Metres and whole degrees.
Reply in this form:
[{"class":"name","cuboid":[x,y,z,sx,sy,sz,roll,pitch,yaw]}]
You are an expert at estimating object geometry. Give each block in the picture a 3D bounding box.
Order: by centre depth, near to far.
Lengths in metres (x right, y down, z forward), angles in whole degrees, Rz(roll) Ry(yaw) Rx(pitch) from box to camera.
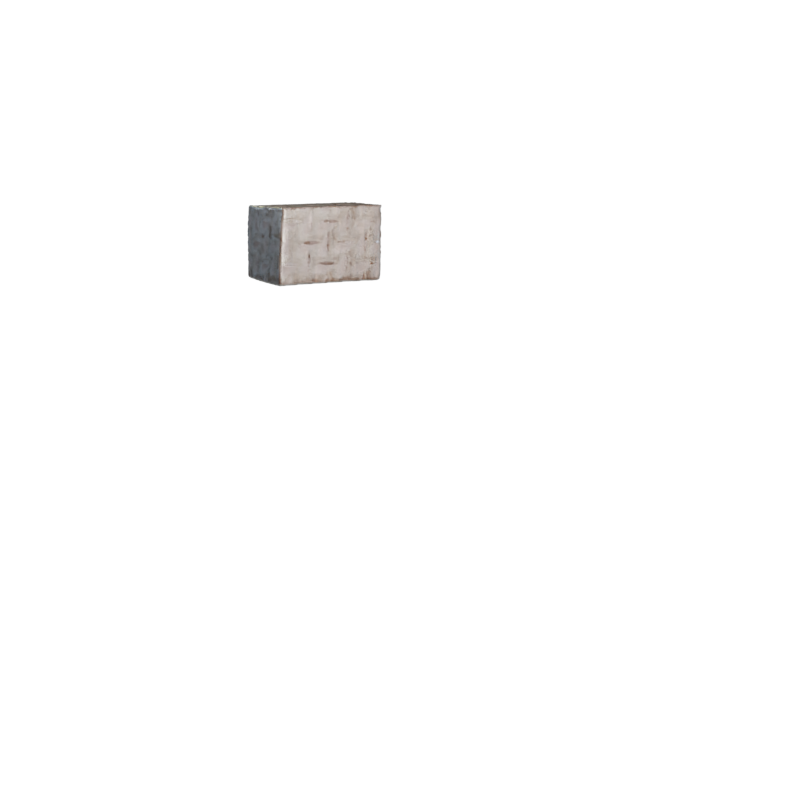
[{"class":"block","cuboid":[-0.059,-0.107,0.751,0.076,0.050,0.055,-6,11,-31]}]
